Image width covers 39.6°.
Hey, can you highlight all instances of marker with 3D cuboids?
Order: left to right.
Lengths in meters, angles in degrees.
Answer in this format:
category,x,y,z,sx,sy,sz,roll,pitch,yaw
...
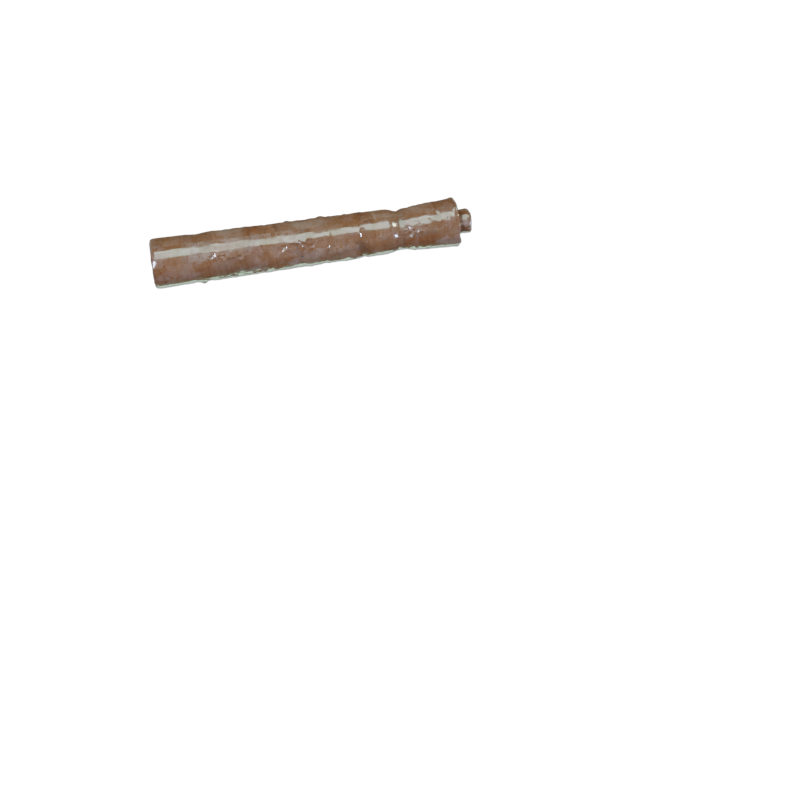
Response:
category,x,y,z,sx,sy,sz,roll,pitch,yaw
marker,-0.033,-0.059,0.416,0.120,0.020,0.020,-9,5,-6
